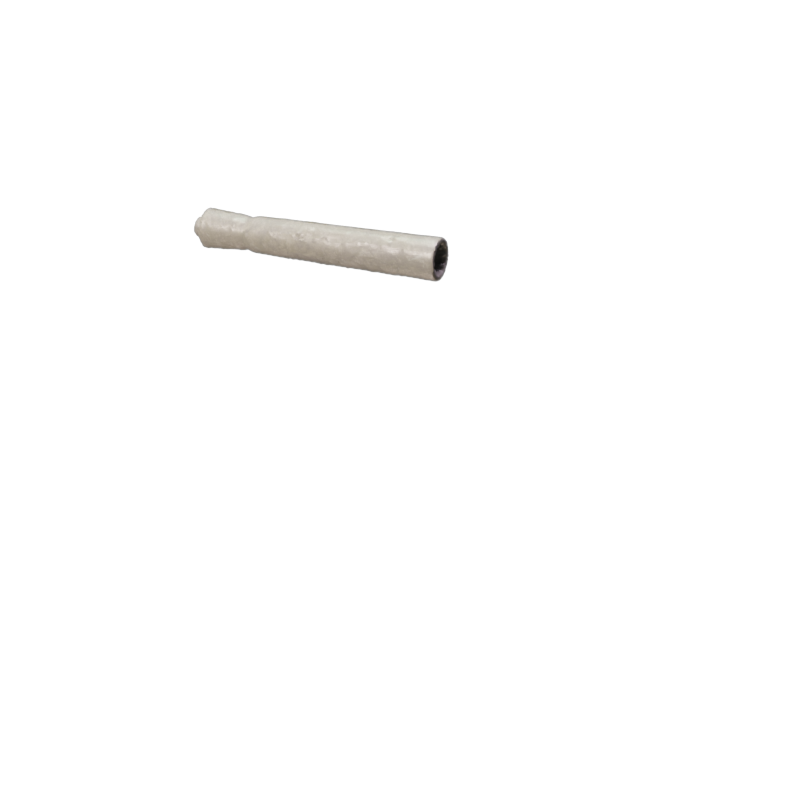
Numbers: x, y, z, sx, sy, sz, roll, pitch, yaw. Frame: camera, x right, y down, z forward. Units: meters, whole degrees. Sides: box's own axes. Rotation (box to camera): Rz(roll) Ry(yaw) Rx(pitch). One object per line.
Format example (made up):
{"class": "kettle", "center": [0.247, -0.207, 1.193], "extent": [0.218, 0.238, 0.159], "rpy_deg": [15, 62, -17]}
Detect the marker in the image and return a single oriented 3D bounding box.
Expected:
{"class": "marker", "center": [-0.038, -0.070, 0.490], "extent": [0.126, 0.019, 0.019], "rpy_deg": [11, 8, 26]}
